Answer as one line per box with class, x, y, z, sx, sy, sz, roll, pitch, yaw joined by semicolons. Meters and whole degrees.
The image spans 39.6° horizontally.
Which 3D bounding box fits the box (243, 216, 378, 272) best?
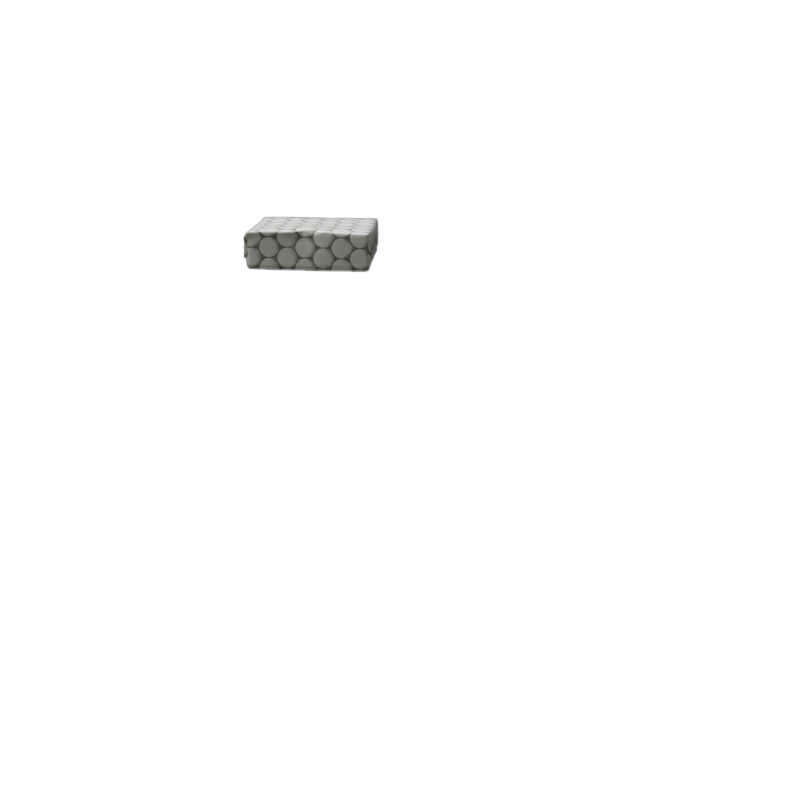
box;-0.063;-0.114;0.799;0.090;0.029;0.075;2;16;6
